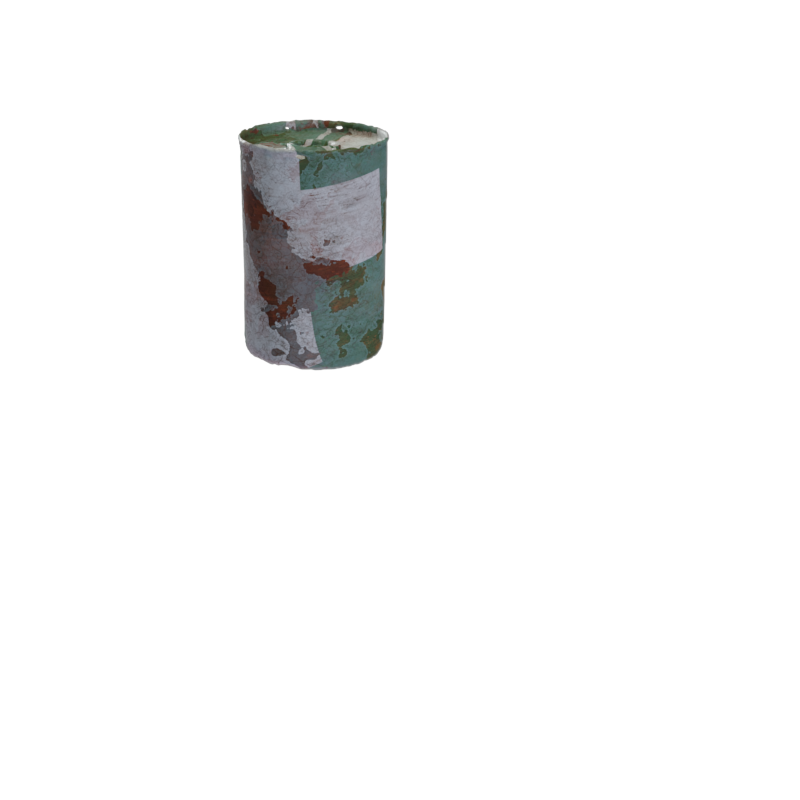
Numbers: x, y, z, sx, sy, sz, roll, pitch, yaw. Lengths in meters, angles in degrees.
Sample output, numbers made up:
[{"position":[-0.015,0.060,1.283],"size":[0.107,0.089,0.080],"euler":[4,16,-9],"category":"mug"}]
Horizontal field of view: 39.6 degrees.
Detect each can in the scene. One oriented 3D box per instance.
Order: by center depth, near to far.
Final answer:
[{"position":[-0.040,-0.073,0.513],"size":[0.068,0.098,0.072],"euler":[0,20,-2],"category":"can"}]
